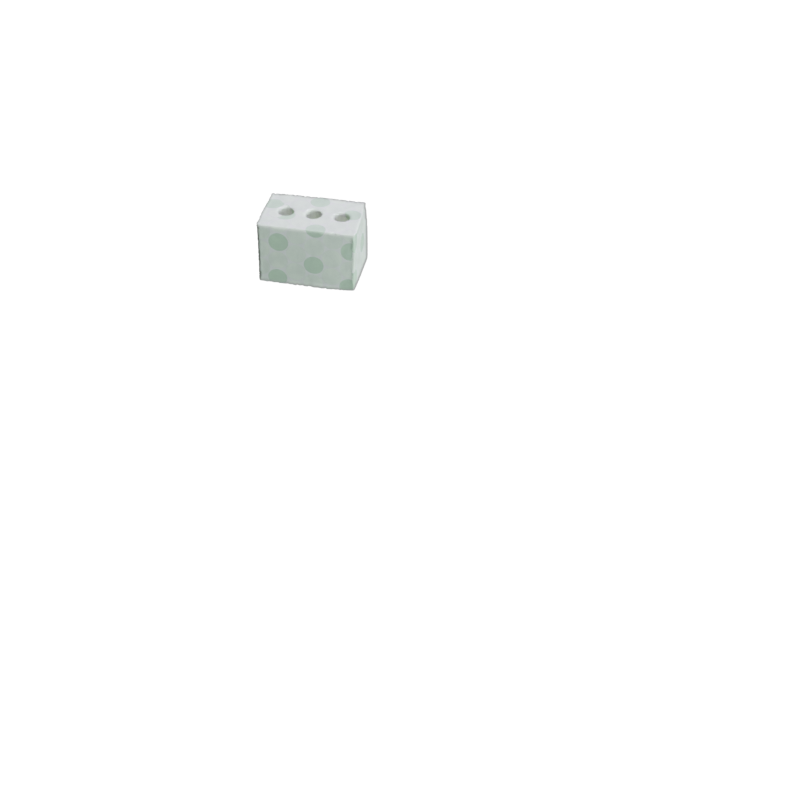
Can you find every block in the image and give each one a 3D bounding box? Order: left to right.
[{"bbox_3d":[-0.067,-0.122,0.858,0.079,0.048,0.055,7,35,8],"label":"block"}]
